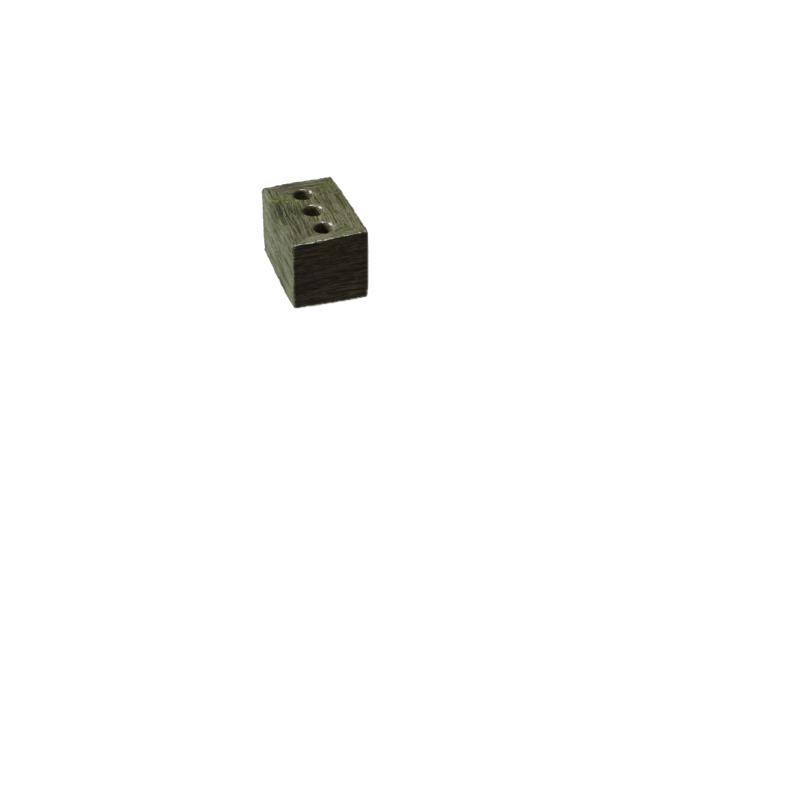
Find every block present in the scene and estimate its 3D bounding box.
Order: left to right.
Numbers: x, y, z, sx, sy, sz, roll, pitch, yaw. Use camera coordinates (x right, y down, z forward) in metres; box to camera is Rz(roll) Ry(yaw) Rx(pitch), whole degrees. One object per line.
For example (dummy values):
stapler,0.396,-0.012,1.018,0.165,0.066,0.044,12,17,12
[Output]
block,-0.058,-0.107,0.747,0.052,0.048,0.084,-12,39,-17
